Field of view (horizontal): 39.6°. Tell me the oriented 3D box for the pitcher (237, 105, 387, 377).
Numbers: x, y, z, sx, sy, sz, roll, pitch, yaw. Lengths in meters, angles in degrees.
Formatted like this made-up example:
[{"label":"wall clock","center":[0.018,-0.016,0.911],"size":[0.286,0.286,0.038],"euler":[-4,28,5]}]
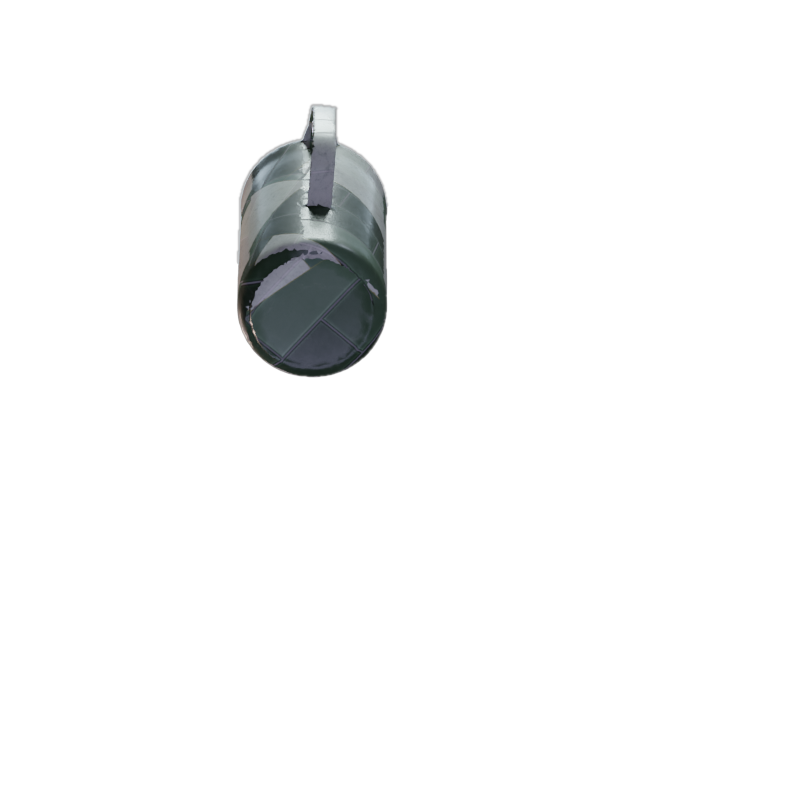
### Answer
[{"label":"pitcher","center":[-0.070,-0.128,0.894],"size":[0.144,0.142,0.256],"euler":[-35,22,13]}]
